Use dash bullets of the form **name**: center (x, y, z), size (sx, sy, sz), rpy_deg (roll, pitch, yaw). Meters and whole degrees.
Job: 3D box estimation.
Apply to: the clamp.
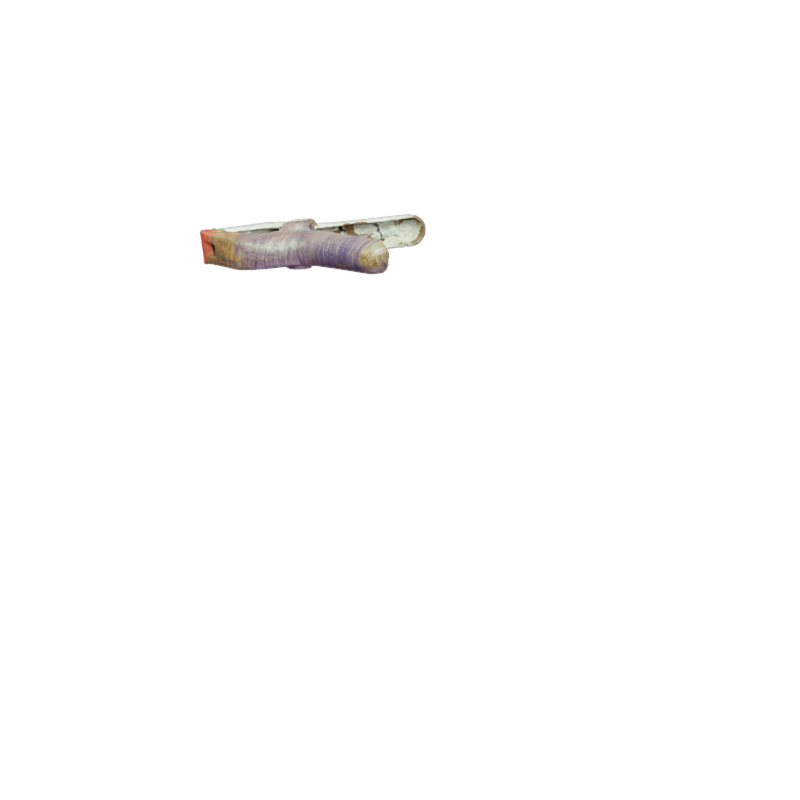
- **clamp**: center (-0.066, -0.121, 0.844), size (0.178, 0.038, 0.119), rpy_deg (7, 15, 26)
